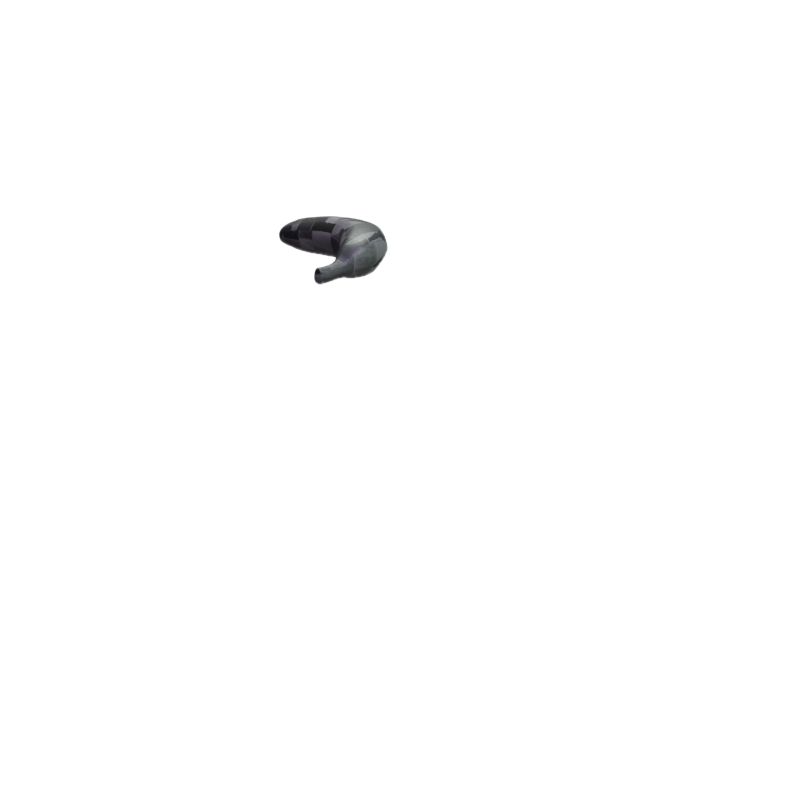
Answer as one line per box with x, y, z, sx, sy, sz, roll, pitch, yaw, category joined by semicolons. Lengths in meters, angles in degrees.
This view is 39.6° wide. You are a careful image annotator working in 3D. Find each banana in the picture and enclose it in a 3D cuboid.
-0.051;-0.128;0.898;0.069;0.036;0.206;-3;15;-13;banana
